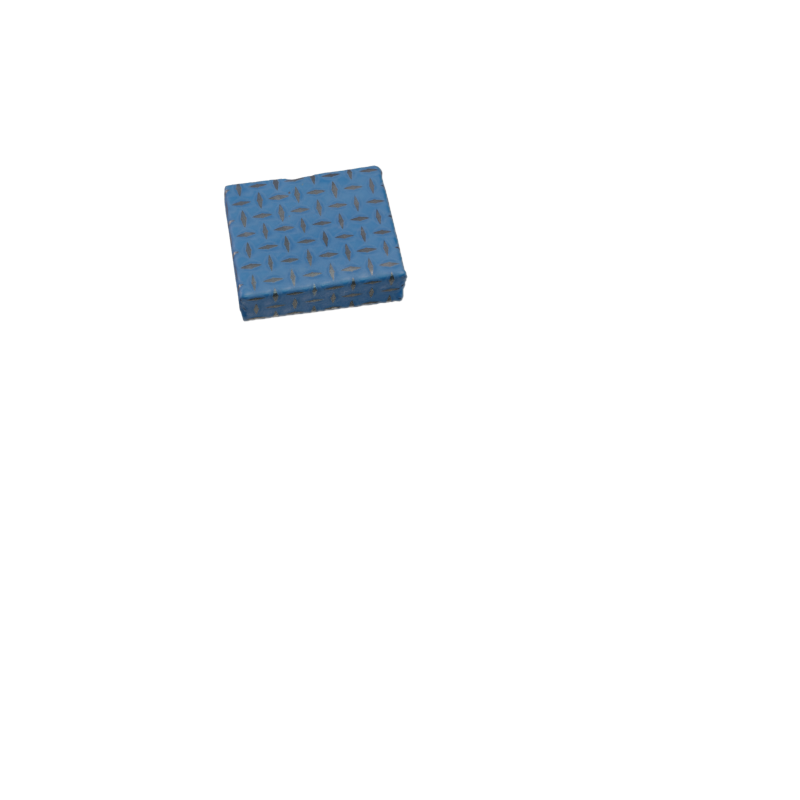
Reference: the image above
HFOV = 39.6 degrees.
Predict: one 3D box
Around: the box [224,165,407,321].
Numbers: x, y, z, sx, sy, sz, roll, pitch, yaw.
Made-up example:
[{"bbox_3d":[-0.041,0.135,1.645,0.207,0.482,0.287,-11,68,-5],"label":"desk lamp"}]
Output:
[{"bbox_3d":[-0.047,-0.085,0.598,0.089,0.078,0.028,-9,-30,-5],"label":"box"}]
